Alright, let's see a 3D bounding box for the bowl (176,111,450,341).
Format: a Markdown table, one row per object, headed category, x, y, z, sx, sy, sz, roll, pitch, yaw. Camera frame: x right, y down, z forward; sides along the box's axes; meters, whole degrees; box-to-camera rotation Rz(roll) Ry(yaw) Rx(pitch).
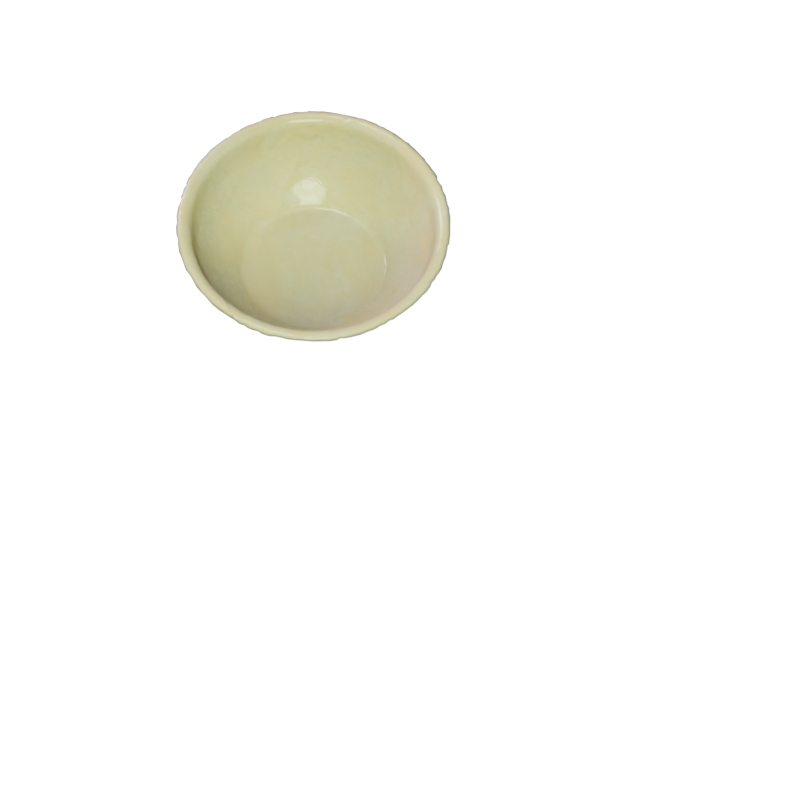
| category | x | y | z | sx | sy | sz | roll | pitch | yaw |
| --- | --- | --- | --- | --- | --- | --- | --- | --- | --- |
| bowl | -0.053 | -0.096 | 0.674 | 0.162 | 0.173 | 0.052 | -1 | -30 | -1 |
